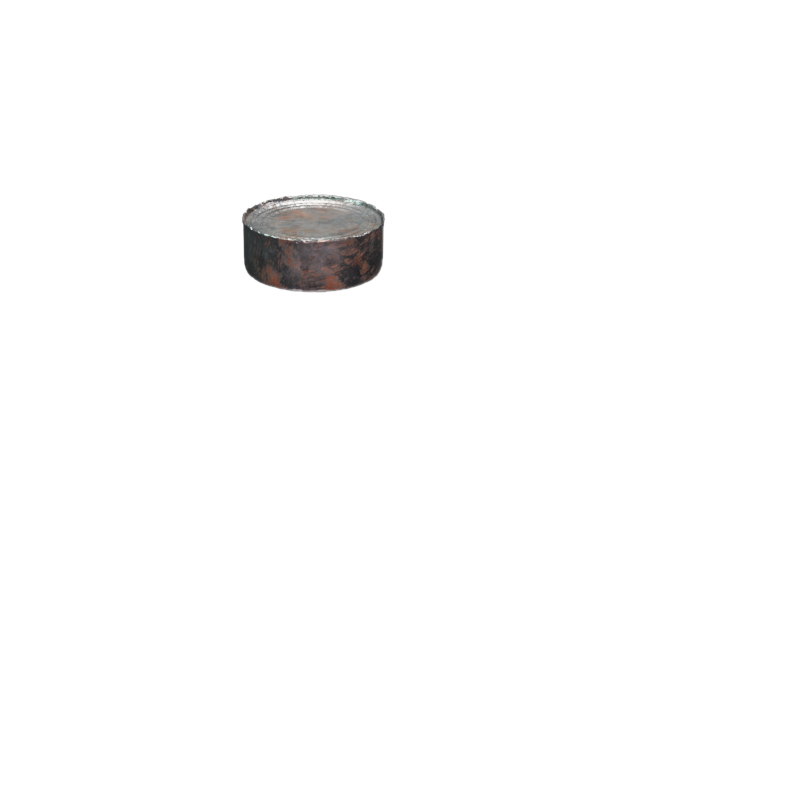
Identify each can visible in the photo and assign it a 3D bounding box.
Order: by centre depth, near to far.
[{"bbox_3d":[-0.052,-0.096,0.670,0.086,0.032,0.091,-1,26,-2],"label":"can"}]
